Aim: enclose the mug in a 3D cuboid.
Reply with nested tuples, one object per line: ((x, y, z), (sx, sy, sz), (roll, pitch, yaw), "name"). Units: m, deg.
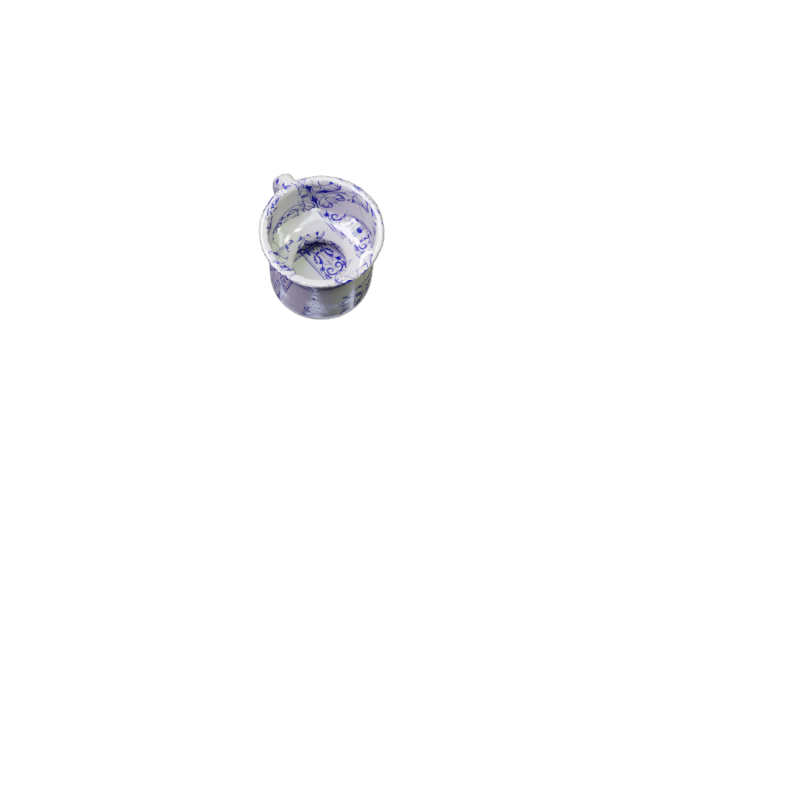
((-0.067, -0.122, 0.857), (0.093, 0.124, 0.077), (-29, -20, -13), "mug")
